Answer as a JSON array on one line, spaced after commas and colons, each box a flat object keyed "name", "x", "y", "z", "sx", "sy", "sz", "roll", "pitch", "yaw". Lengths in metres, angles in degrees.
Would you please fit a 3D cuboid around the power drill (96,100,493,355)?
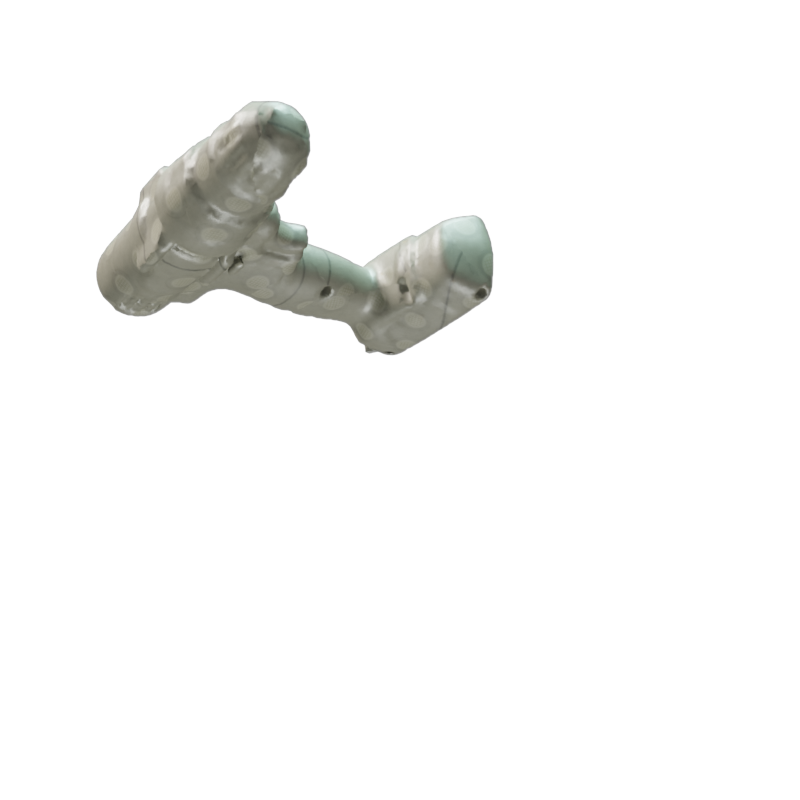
[{"name": "power drill", "x": -0.046, "y": -0.083, "z": 0.584, "sx": 0.179, "sy": 0.061, "sz": 0.183, "roll": 13, "pitch": -25, "yaw": -31}]
